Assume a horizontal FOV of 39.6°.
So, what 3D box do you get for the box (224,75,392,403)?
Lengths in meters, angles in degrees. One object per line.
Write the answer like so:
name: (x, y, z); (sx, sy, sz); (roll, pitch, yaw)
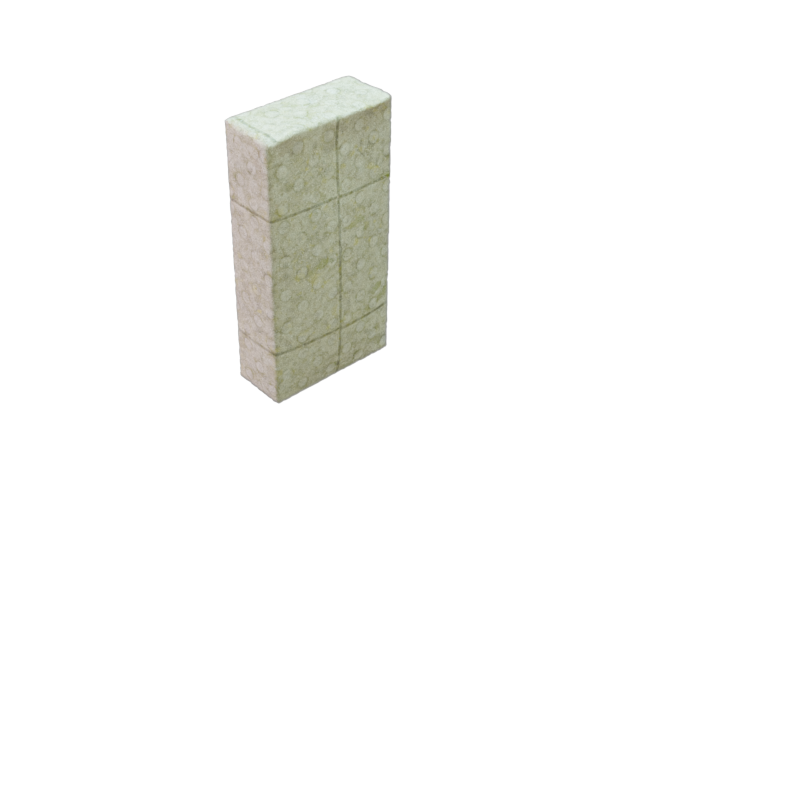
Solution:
box: (-0.051, -0.093, 0.654); (0.093, 0.165, 0.051); (-28, 47, -34)
